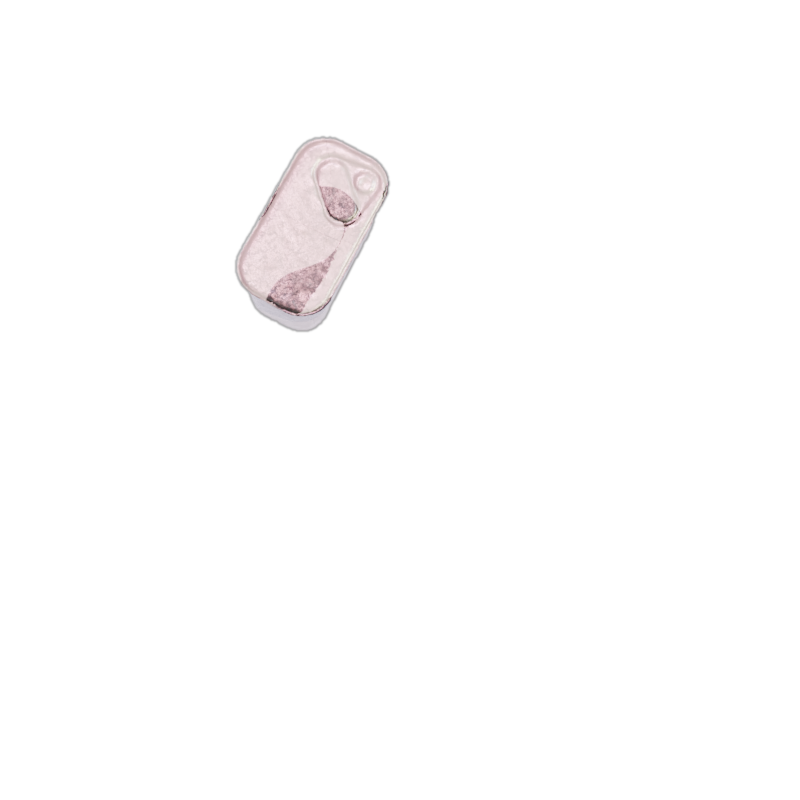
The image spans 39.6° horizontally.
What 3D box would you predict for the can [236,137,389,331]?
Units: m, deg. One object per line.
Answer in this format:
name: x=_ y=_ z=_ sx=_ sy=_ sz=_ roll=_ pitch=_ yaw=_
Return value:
can: x=-0.052 y=-0.094 z=0.659 sx=0.058 sy=0.104 sz=0.082 roll=27 pitch=-10 yaw=1
